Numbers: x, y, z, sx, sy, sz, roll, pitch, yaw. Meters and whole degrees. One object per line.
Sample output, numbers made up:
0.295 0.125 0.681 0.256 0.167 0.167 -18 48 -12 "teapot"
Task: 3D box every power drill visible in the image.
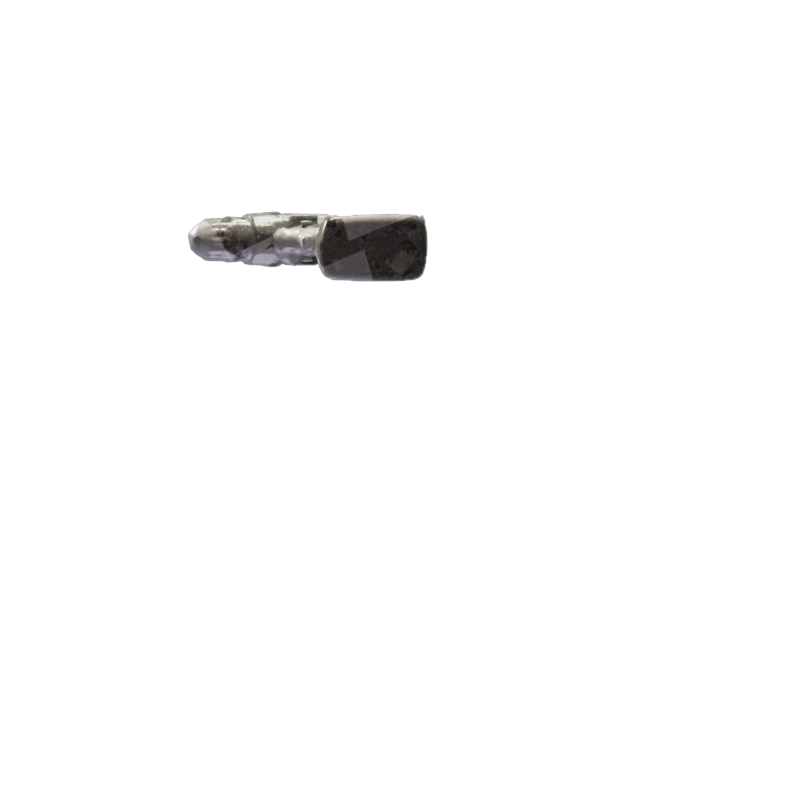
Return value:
-0.078 -0.142 0.994 0.179 0.056 0.197 -6 14 -28 "power drill"
